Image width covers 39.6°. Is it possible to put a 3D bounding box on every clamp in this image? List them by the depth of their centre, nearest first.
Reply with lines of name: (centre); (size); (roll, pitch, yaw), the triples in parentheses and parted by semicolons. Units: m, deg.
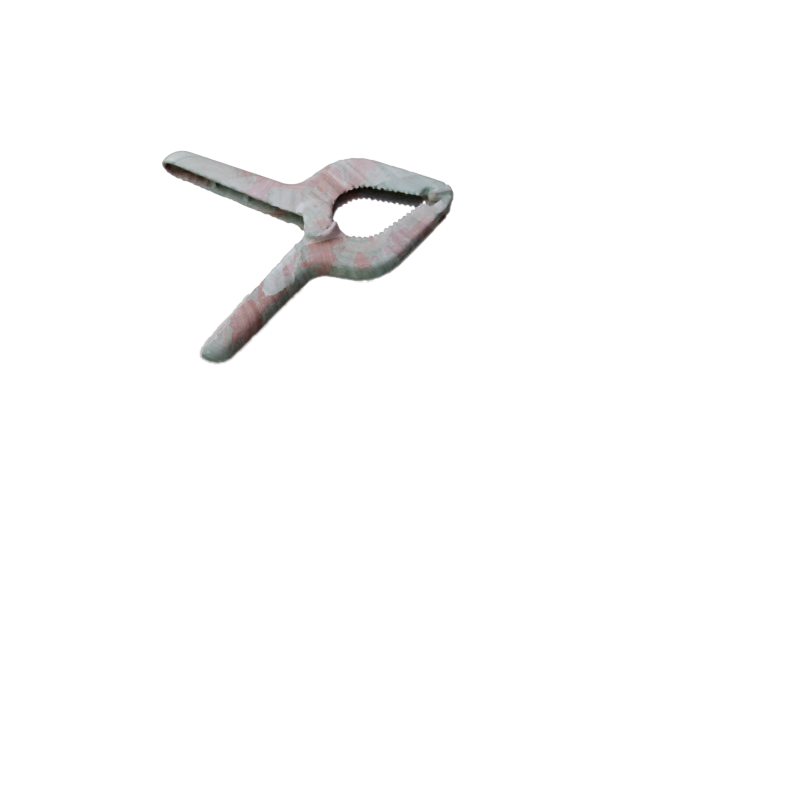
clamp: (-0.063, -0.115, 0.804); (0.209, 0.173, 0.035); (-7, -20, -3)
